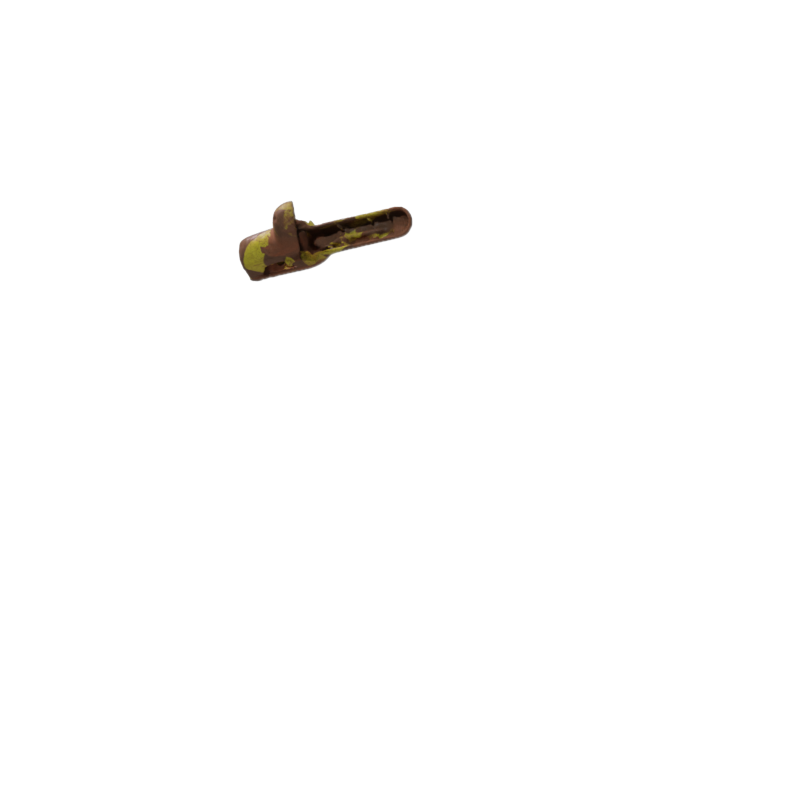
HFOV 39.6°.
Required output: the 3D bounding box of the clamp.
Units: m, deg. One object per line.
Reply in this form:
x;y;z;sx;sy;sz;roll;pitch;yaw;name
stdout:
-0.071;-0.130;0.912;0.116;0.040;0.173;3;-6;-25;clamp
